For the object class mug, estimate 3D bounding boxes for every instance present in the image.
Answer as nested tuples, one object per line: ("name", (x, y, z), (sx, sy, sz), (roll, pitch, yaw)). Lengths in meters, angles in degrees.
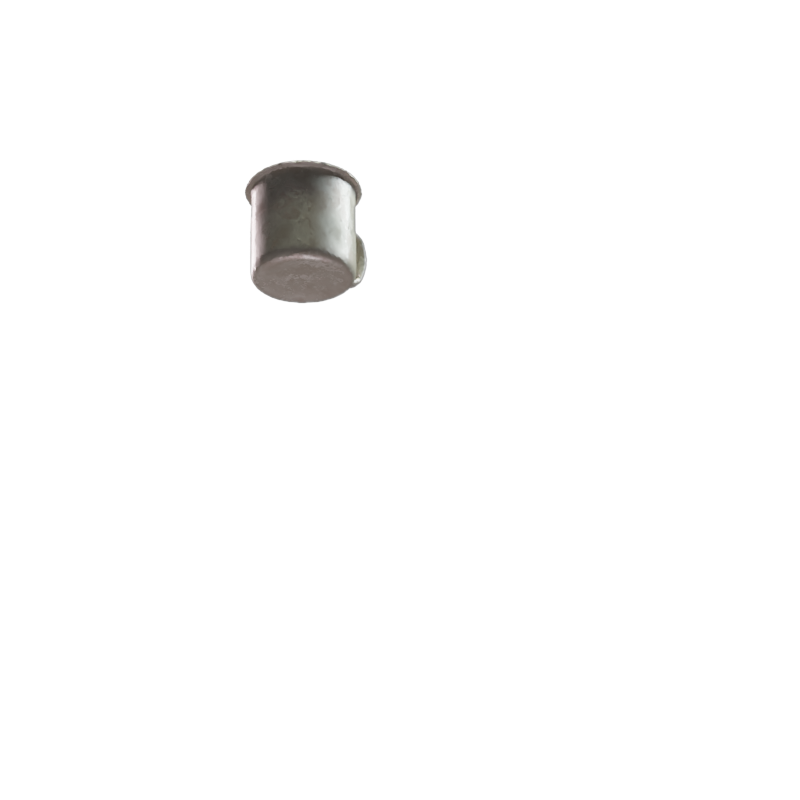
("mug", (-0.068, -0.125, 0.874), (0.094, 0.086, 0.109), (-20, -31, 34))
